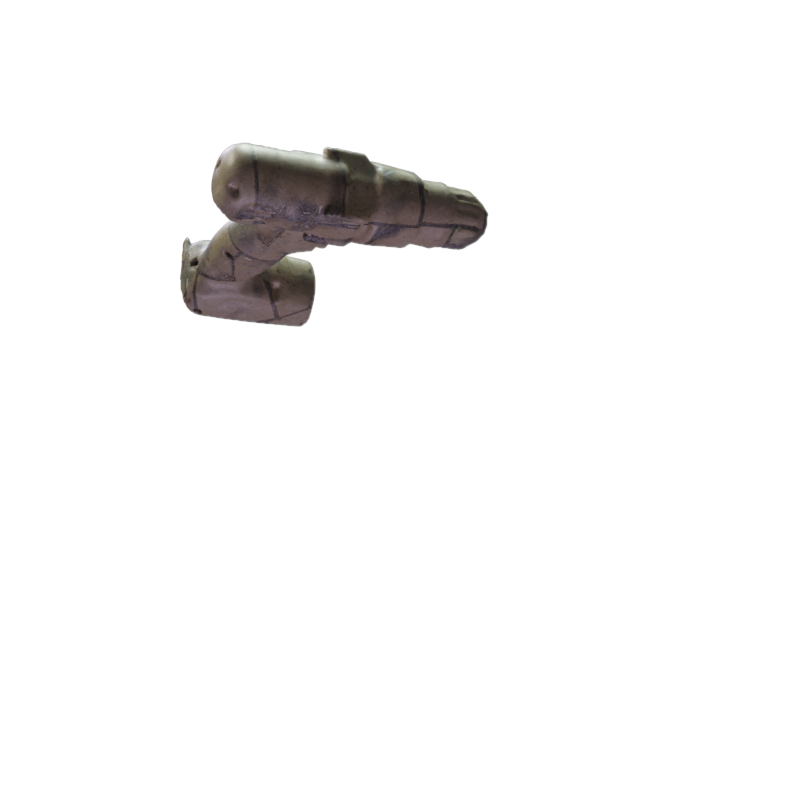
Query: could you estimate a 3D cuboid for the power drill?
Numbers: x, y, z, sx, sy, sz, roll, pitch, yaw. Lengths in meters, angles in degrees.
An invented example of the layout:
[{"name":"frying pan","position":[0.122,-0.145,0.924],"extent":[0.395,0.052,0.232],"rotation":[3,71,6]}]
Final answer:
[{"name":"power drill","position":[-0.059,-0.107,0.752],"extent":[0.178,0.060,0.185],"rotation":[9,-22,-24]}]
